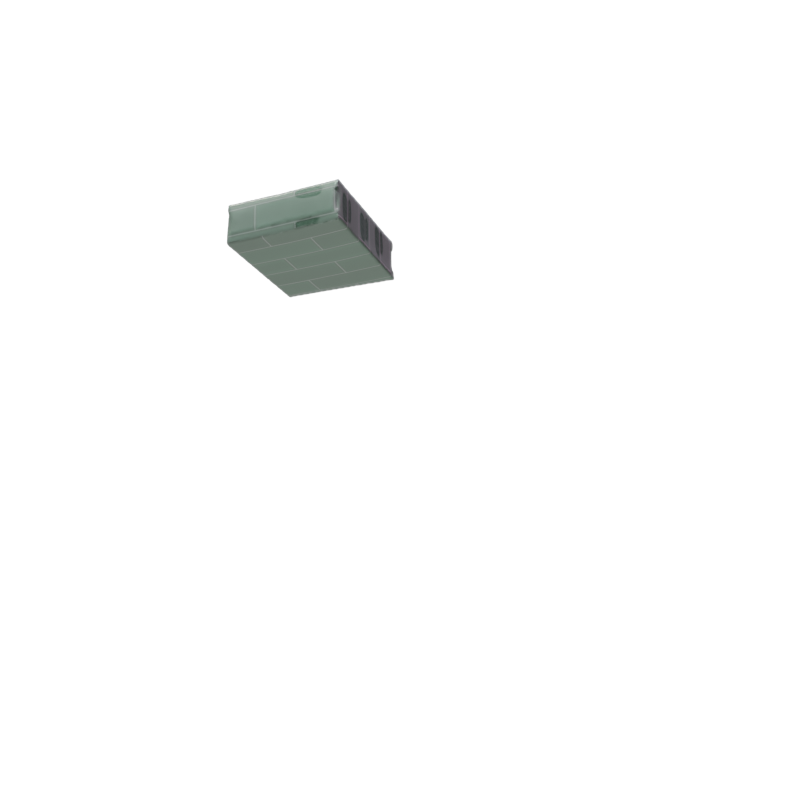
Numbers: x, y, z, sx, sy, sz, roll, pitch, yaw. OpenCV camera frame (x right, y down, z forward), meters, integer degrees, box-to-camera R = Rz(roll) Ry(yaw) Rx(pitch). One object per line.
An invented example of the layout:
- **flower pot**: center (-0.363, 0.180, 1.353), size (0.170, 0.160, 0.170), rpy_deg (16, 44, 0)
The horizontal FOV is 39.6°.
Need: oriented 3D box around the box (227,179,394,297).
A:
- **box**: center (-0.053, -0.097, 0.676), size (0.074, 0.032, 0.083), rpy_deg (-9, -22, 21)
